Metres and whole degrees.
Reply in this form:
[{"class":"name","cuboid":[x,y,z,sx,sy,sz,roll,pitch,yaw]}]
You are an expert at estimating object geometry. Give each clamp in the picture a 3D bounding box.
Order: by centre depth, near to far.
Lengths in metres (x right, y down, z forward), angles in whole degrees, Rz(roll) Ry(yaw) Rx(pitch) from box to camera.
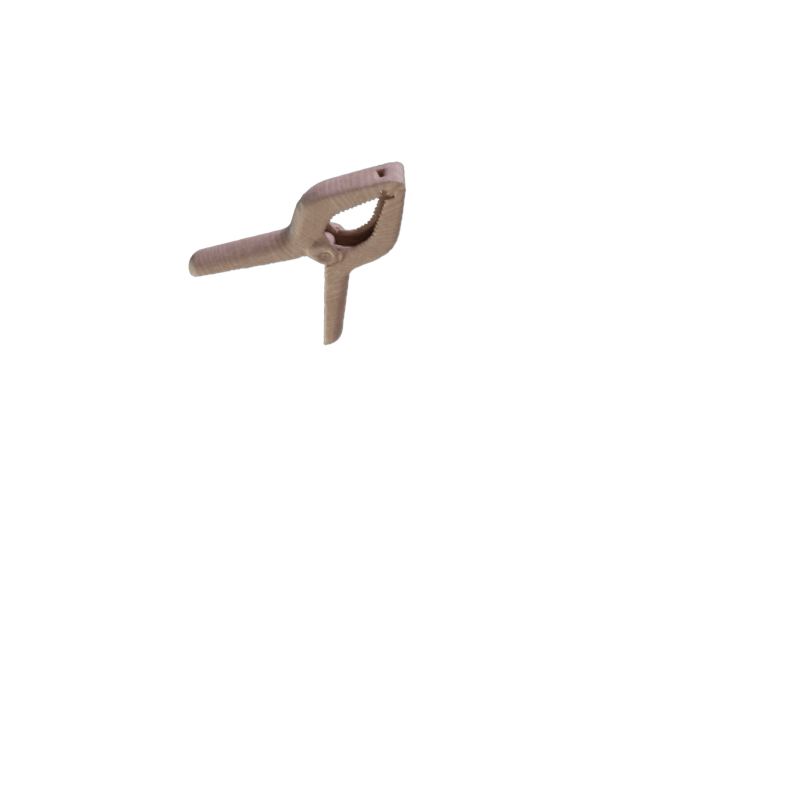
[{"class":"clamp","cuboid":[-0.076,-0.138,0.967,0.157,0.039,0.204,23,-47,-24]}]
